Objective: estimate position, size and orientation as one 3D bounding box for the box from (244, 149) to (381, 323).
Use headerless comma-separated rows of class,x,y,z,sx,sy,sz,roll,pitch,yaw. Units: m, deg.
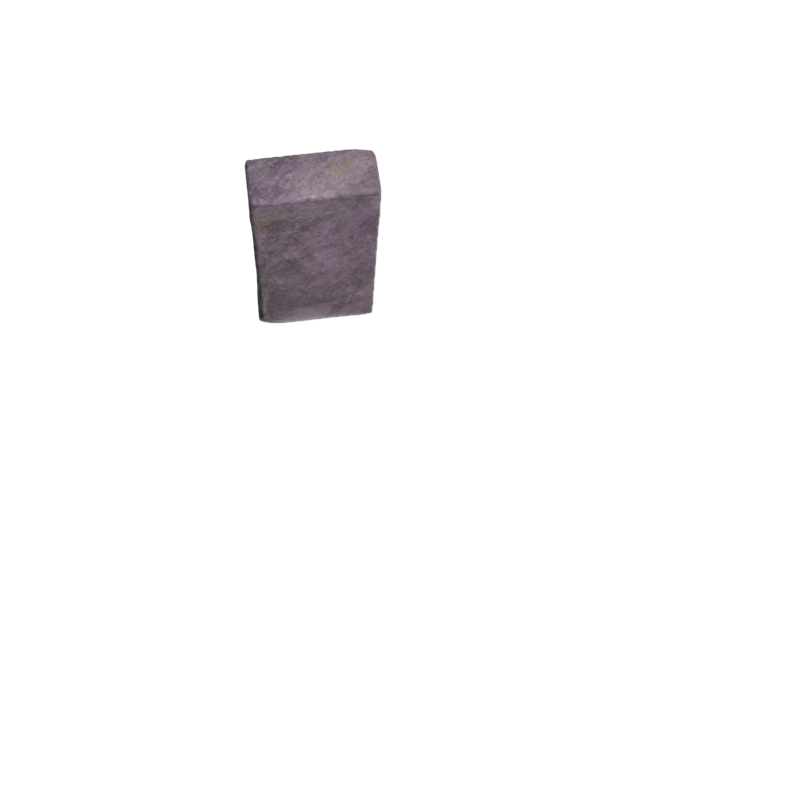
box,-0.065,-0.119,0.830,0.093,0.051,0.166,-5,-28,-6
